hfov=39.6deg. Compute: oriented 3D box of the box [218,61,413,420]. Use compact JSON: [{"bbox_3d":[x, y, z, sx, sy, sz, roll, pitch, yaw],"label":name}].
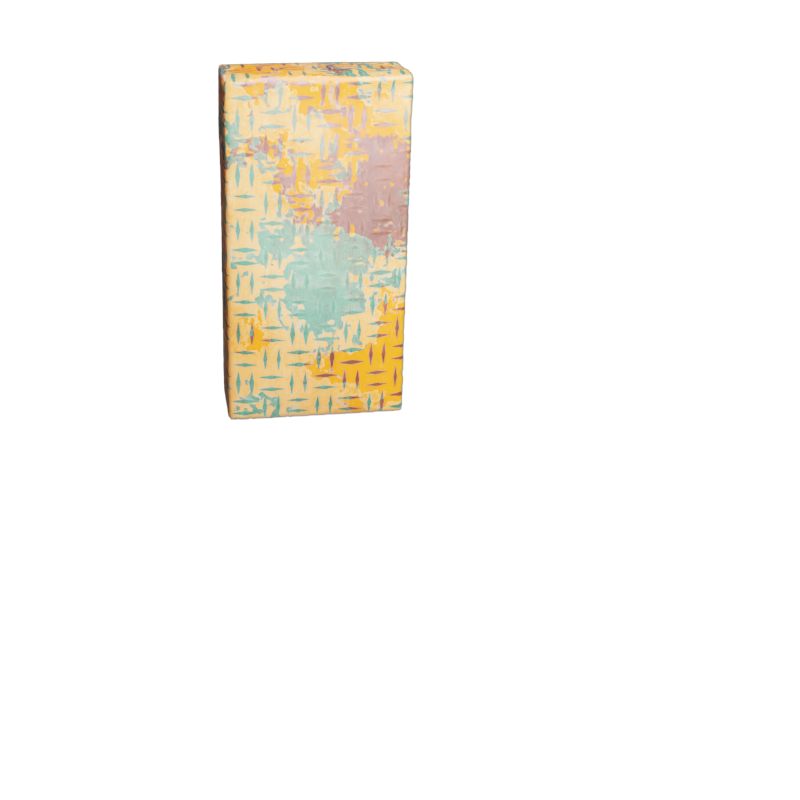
[{"bbox_3d":[-0.044,-0.080,0.558,0.092,0.168,0.051,-3,22,-9],"label":"box"}]
